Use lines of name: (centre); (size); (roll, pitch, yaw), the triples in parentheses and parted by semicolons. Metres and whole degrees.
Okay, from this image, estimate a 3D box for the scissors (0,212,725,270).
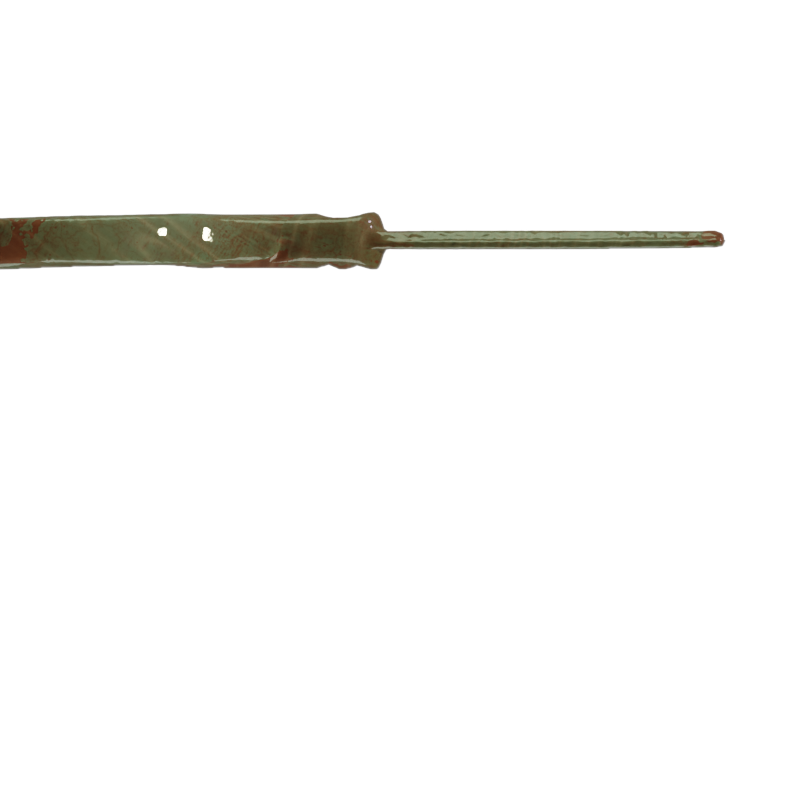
scissors: (-0.025, -0.045, 0.318); (0.200, 0.016, 0.098); (-1, 8, -5)
